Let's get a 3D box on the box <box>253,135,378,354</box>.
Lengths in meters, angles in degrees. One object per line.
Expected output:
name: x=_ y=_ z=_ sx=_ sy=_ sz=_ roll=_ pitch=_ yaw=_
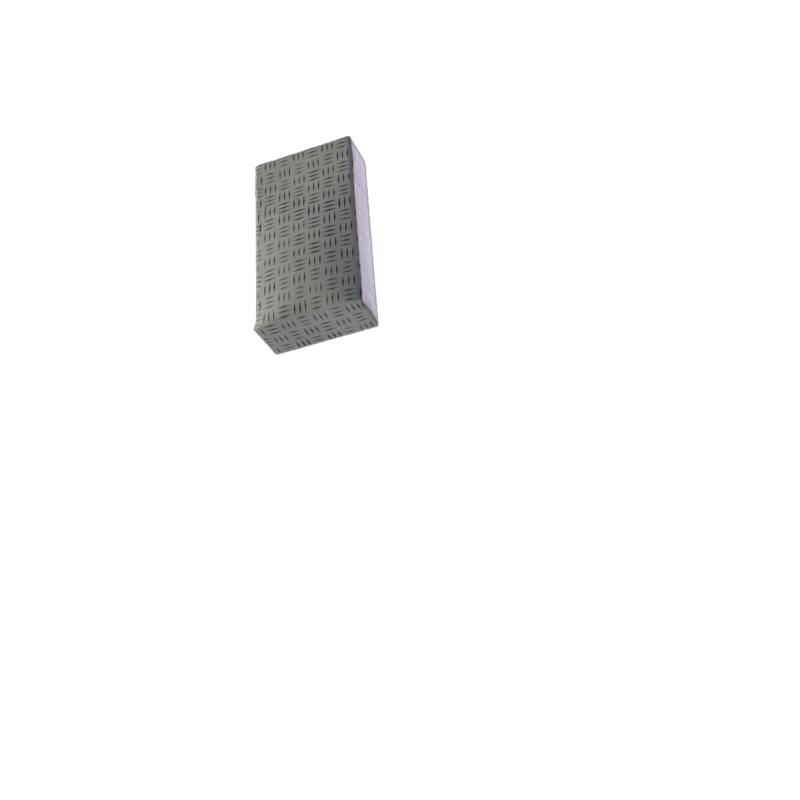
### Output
box: x=-0.071 y=-0.130 z=0.913 sx=0.094 sy=0.189 sz=0.044 roll=-16 pitch=-39 yaw=16
